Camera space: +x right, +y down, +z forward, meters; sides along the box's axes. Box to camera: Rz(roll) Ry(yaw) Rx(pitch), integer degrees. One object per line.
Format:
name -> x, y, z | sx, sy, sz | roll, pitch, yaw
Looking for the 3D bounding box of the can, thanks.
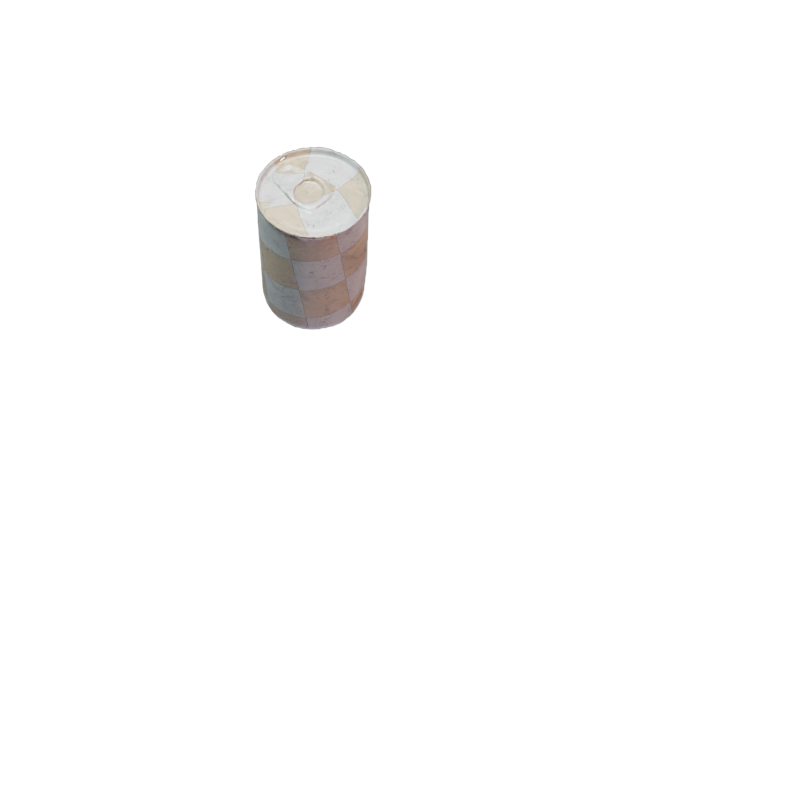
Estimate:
can -> -0.054, -0.098, 0.686 | 0.068, 0.073, 0.096 | 0, -32, -3
